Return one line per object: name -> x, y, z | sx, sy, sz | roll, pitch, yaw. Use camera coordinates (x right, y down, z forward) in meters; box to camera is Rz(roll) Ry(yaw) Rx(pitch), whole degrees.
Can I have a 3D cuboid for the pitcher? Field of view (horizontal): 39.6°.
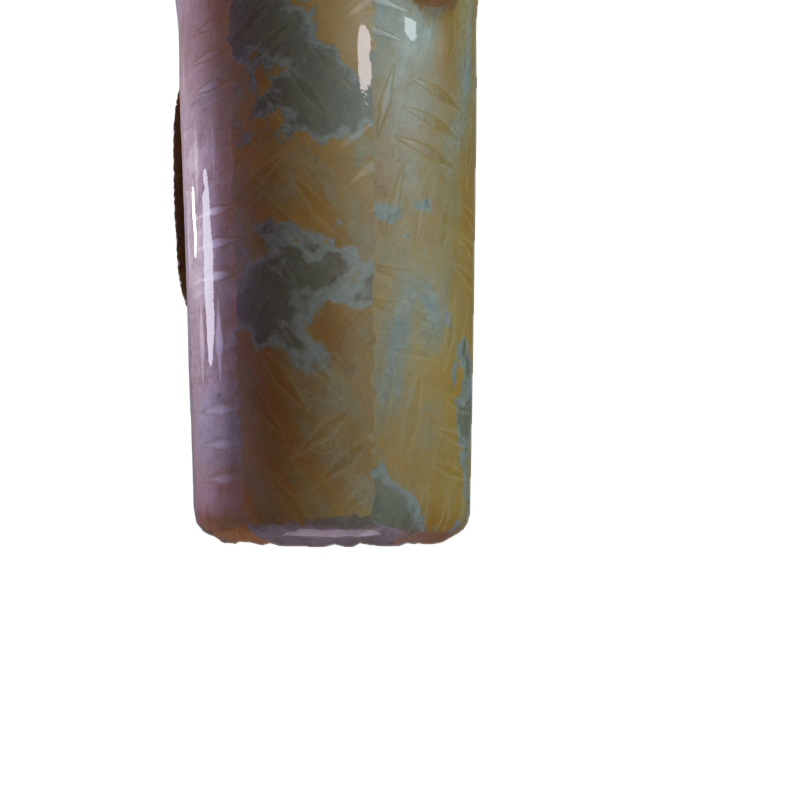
pitcher -> -0.037, -0.067, 0.466 | 0.145, 0.250, 0.145 | -1, -10, 1
